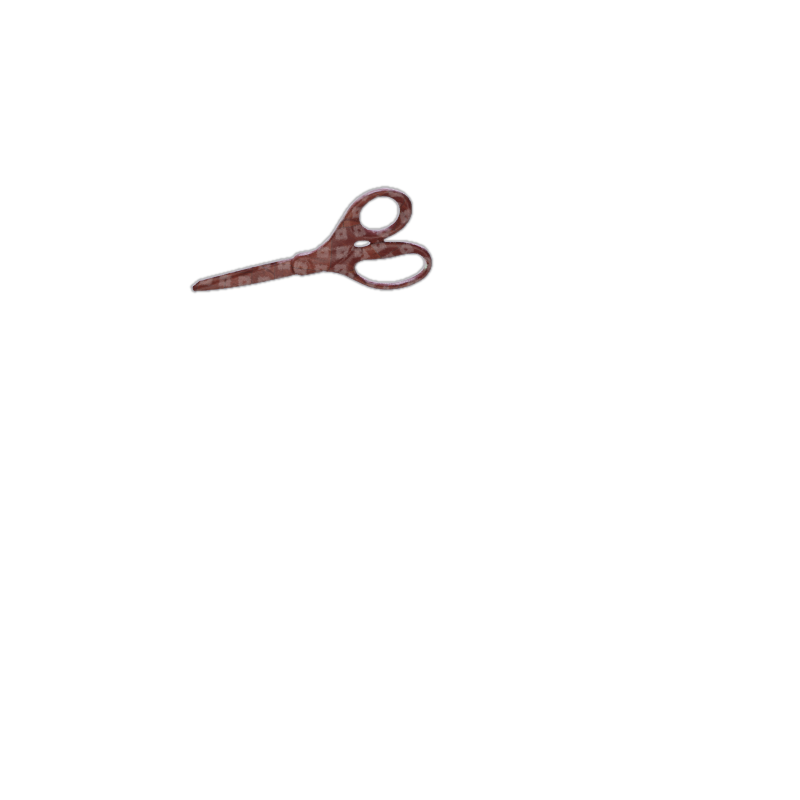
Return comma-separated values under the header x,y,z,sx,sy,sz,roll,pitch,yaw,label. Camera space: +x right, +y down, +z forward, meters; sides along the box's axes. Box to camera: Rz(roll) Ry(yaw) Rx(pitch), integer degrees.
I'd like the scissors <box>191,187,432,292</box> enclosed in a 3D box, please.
x,y,z,sx,sy,sz,roll,pitch,yaw,label
-0.073,-0.132,0.928,0.201,0.093,0.016,3,14,-1,scissors
